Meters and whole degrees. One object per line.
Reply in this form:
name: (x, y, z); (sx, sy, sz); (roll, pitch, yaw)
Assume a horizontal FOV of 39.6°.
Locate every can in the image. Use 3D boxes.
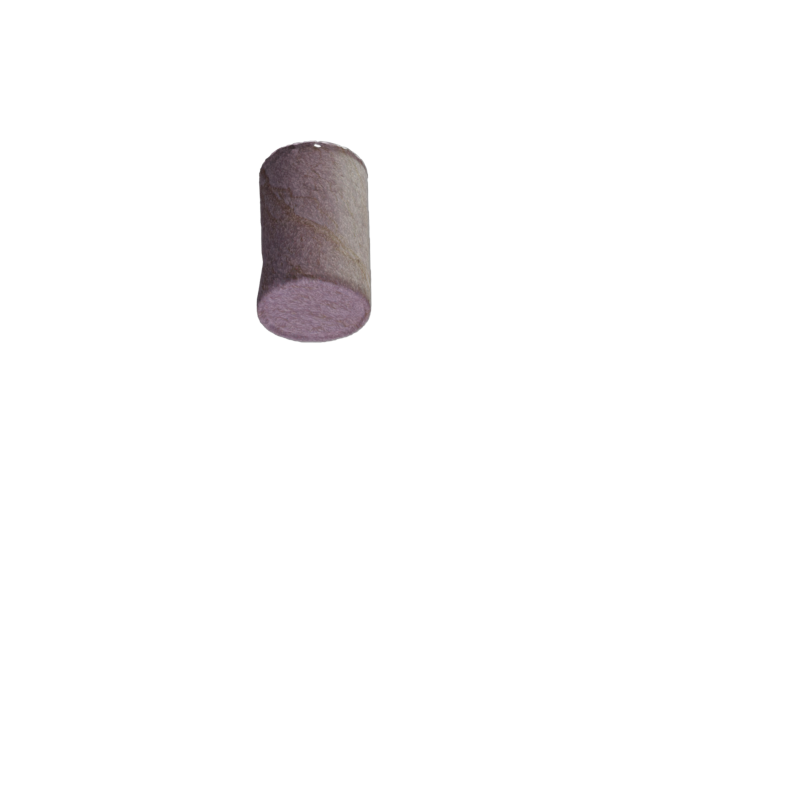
can: (-0.052, -0.094, 0.660); (0.068, 0.109, 0.064); (-1, -33, -2)
